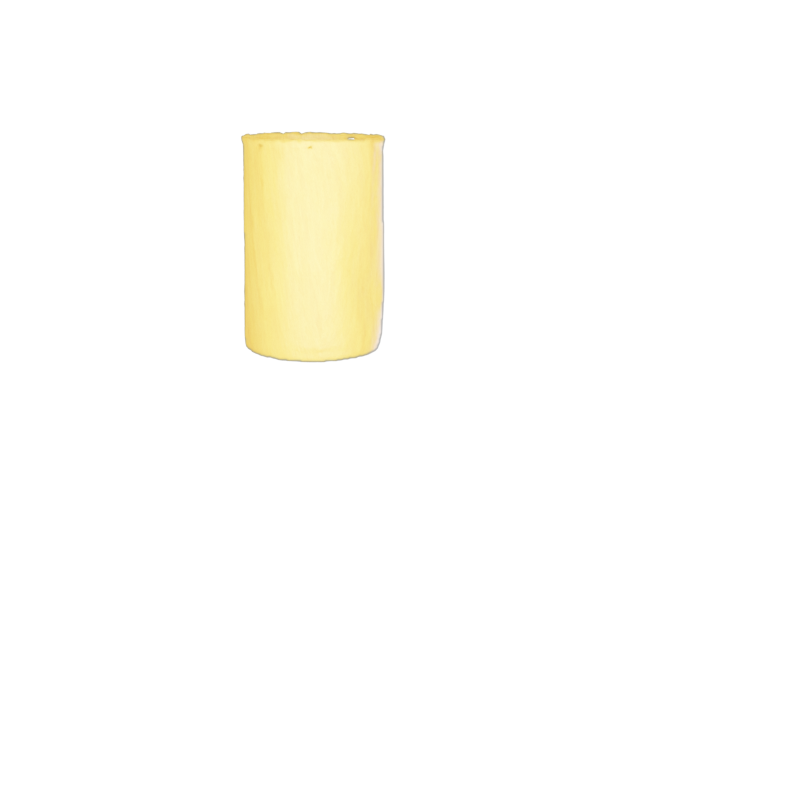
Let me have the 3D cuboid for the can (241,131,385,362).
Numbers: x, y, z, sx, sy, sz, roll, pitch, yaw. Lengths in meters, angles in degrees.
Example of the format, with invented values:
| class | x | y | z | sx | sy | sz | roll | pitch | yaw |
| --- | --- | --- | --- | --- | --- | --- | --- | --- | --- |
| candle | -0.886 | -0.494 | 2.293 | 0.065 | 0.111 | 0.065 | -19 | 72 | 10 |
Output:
| class | x | y | z | sx | sy | sz | roll | pitch | yaw |
| --- | --- | --- | --- | --- | --- | --- | --- | --- | --- |
| can | -0.042 | -0.076 | 0.531 | 0.068 | 0.100 | 0.070 | 0 | 12 | -2 |
